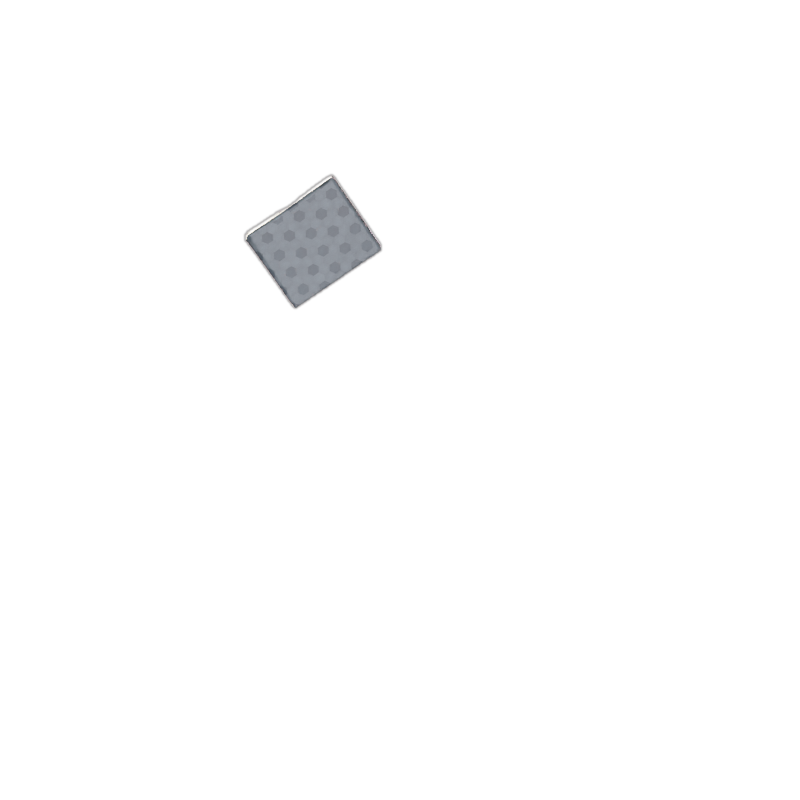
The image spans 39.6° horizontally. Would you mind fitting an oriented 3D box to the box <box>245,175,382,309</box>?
[{"bbox_3d":[-0.071,-0.130,0.910,0.089,0.072,0.031,-34,8,5],"label":"box"}]
